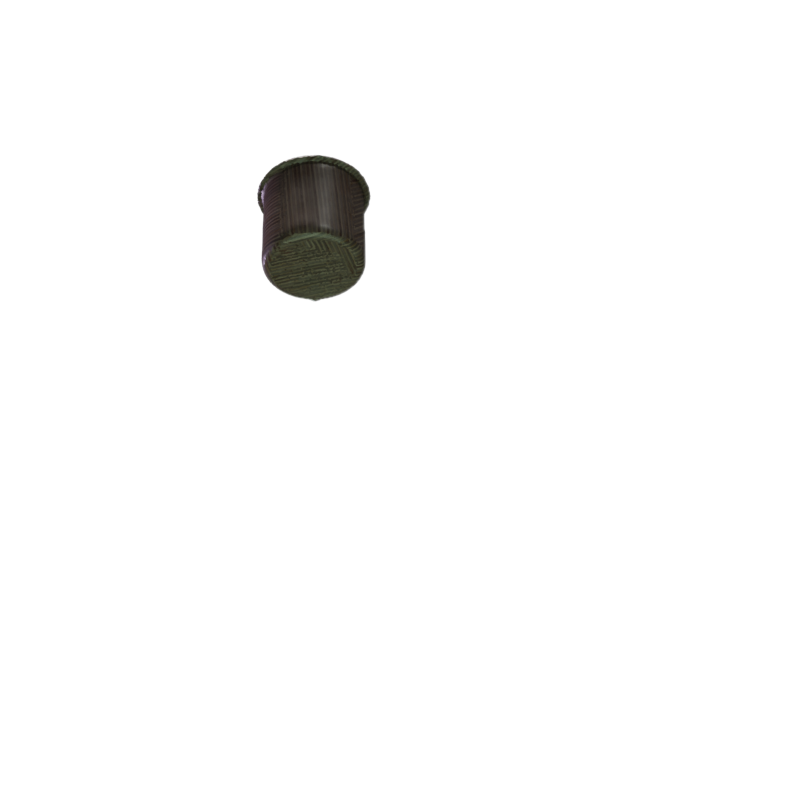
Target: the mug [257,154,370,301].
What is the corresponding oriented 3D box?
[{"bbox_3d":[-0.070,-0.128,0.895,0.093,0.087,0.109,2,-40,-4],"label":"mug"}]
